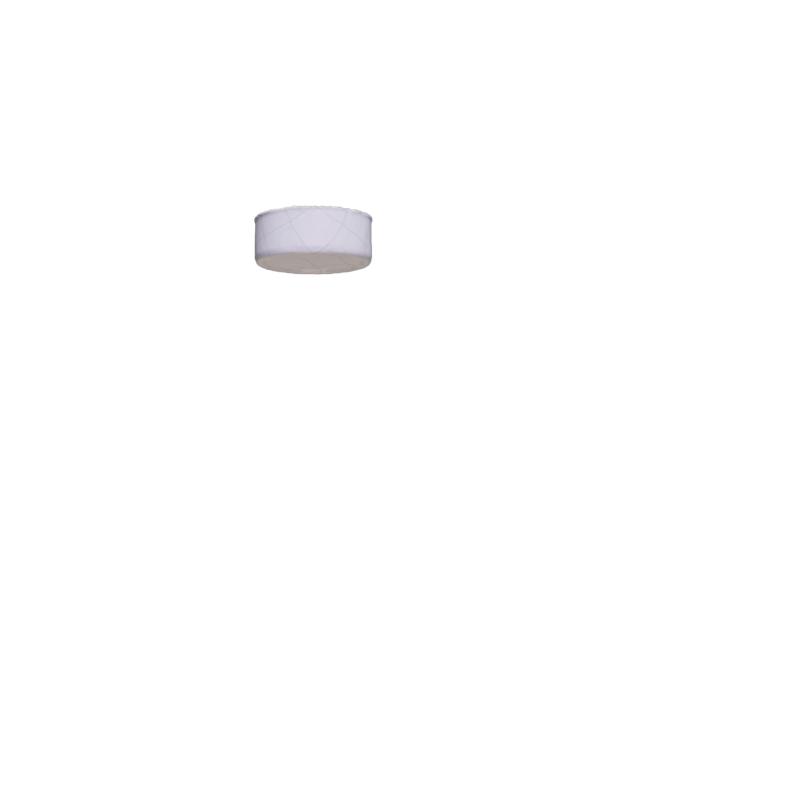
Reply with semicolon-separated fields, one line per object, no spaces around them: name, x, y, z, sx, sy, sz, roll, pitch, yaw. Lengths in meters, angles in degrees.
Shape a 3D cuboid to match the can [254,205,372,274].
can;-0.063;-0.114;0.800;0.086;0.034;0.084;0;-5;-2
